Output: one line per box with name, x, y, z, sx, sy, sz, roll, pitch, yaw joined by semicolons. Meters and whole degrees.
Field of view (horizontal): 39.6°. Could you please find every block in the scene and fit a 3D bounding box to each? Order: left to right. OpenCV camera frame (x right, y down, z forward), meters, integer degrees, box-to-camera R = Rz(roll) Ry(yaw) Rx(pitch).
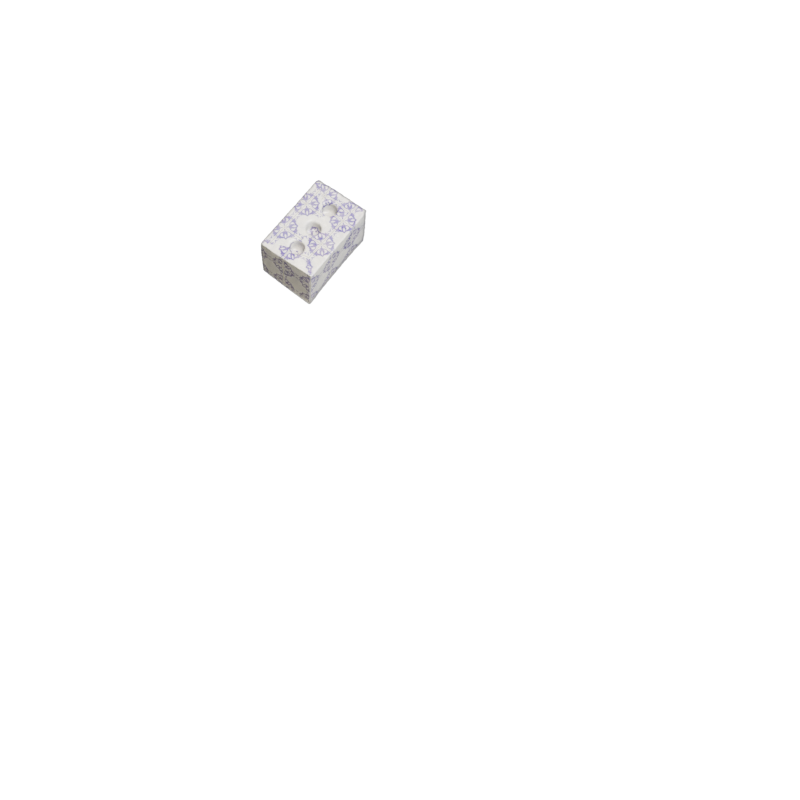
block;-0.072;-0.132;0.921;0.055;0.080;0.049;33;-21;12
